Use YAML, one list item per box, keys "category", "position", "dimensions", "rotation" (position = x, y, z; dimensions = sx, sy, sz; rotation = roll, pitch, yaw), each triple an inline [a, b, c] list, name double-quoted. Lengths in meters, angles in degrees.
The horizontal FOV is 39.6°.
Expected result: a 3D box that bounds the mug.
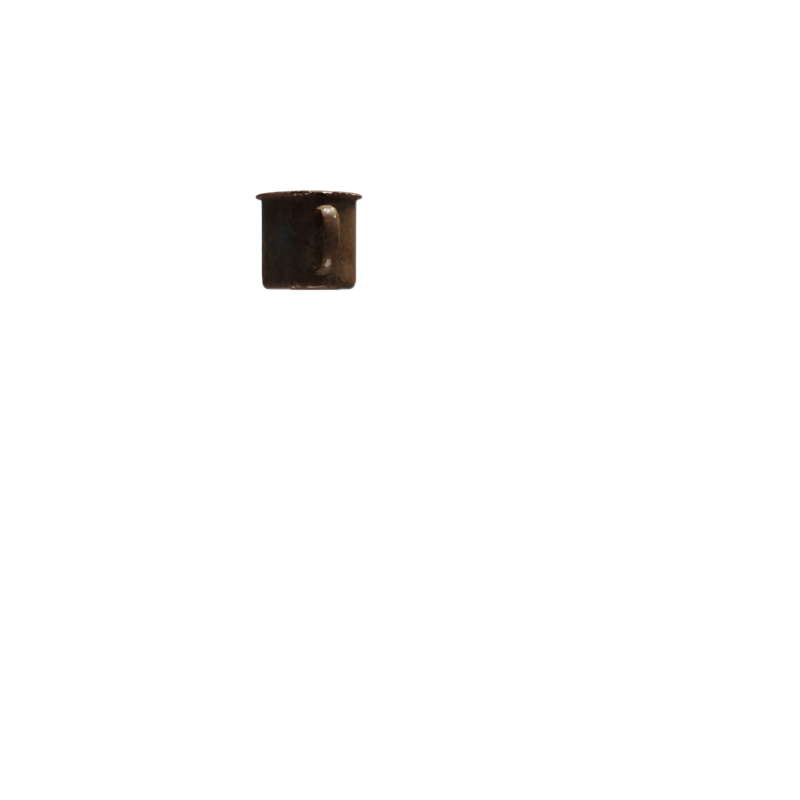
- category: "mug"
  position: [-0.074, -0.135, 0.946]
  dimensions: [0.091, 0.082, 0.120]
  rotation: [-1, 2, -21]
